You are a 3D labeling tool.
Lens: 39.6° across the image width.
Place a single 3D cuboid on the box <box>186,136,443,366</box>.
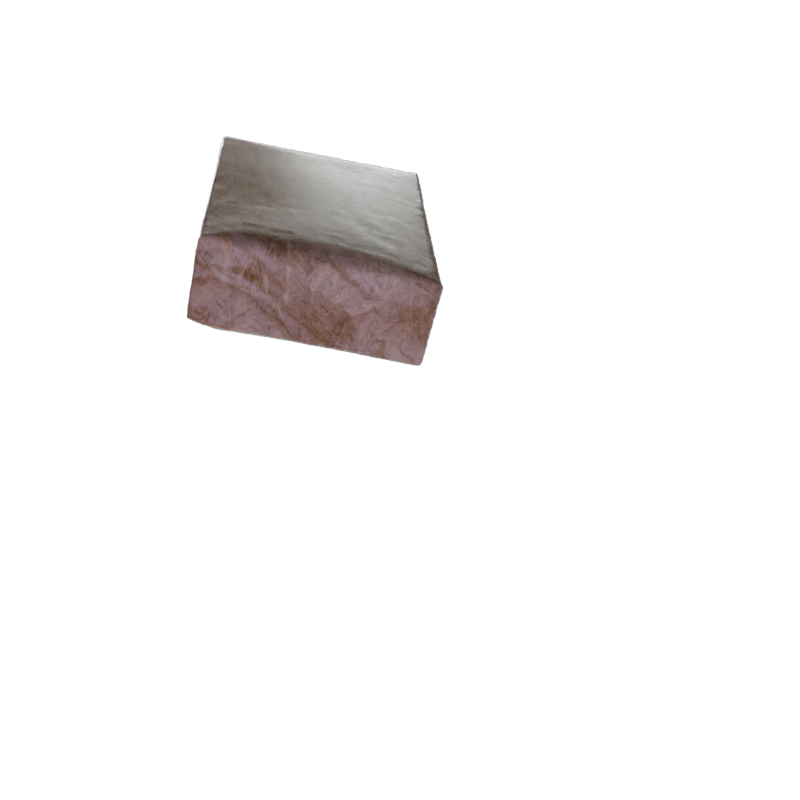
[{"bbox_3d":[-0.064,-0.117,0.819,0.162,0.069,0.226,9,28,-8],"label":"box"}]
